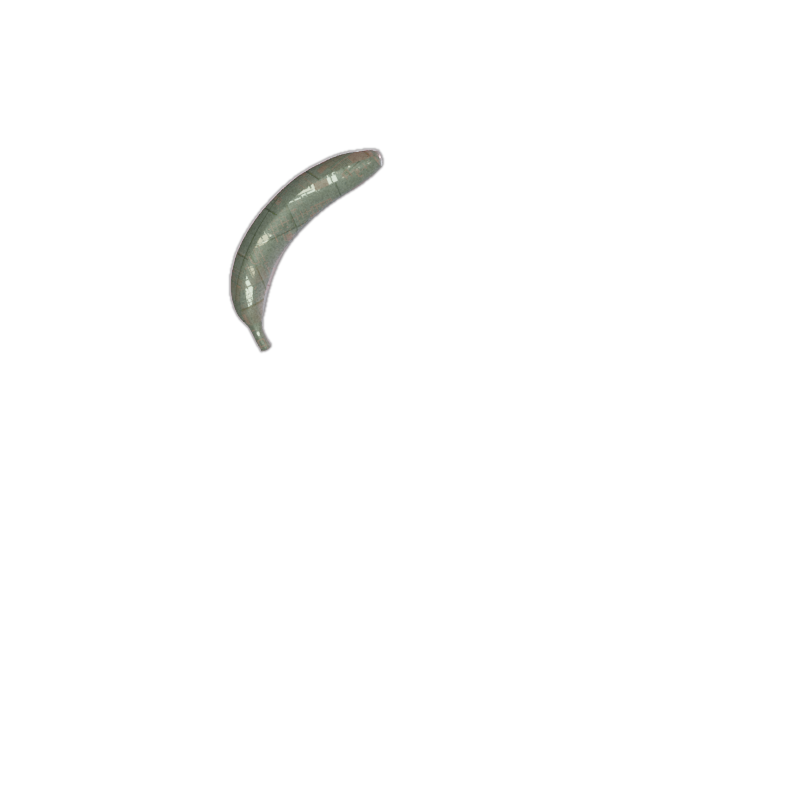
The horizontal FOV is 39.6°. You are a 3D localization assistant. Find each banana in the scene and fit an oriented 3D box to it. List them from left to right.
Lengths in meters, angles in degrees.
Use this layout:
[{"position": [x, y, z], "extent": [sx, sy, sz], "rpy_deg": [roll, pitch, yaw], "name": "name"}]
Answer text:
[{"position": [-0.092, -0.141, 0.948], "extent": [0.069, 0.196, 0.038], "rpy_deg": [31, 7, -6], "name": "banana"}]
